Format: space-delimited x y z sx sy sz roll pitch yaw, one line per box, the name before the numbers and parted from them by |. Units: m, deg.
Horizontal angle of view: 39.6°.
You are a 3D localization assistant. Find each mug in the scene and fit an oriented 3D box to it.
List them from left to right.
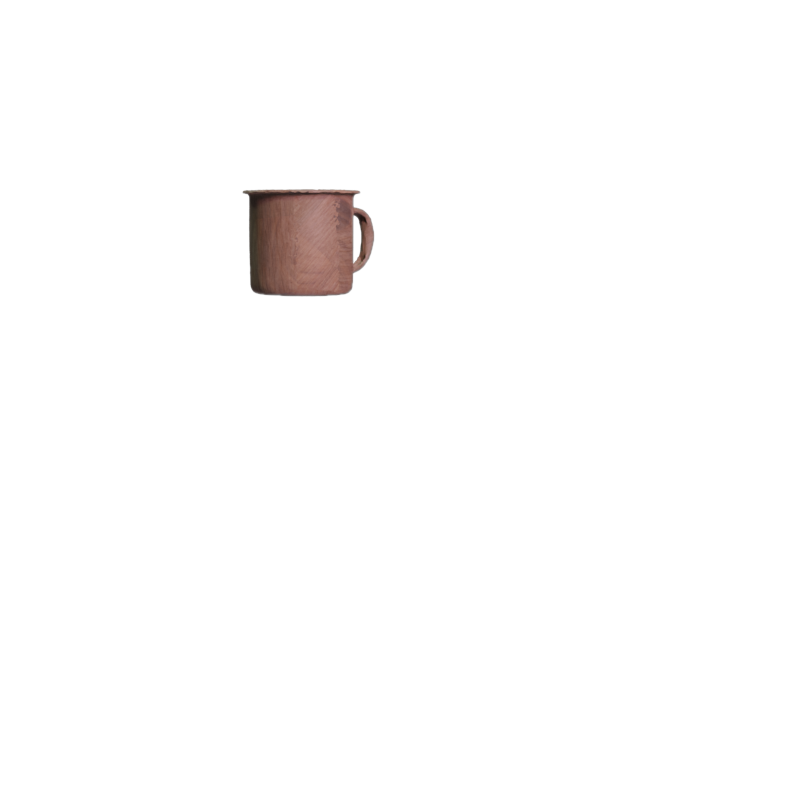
mug | -0.069 -0.126 0.883 0.113 0.081 0.097 -6 9 -41
